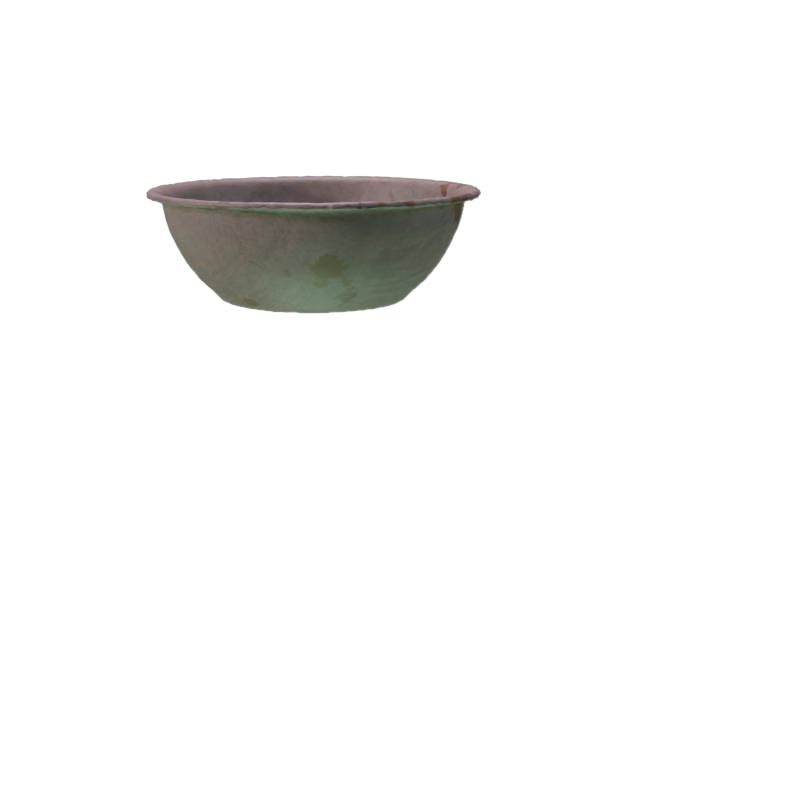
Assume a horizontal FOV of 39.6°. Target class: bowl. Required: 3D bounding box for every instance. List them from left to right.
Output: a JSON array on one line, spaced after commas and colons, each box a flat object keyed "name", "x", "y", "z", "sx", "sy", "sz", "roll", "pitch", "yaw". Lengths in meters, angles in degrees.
[{"name": "bowl", "x": -0.043, "y": -0.078, "z": 0.544, "sx": 0.162, "sy": 0.054, "sz": 0.167, "roll": 0, "pitch": 14, "yaw": -2}]
